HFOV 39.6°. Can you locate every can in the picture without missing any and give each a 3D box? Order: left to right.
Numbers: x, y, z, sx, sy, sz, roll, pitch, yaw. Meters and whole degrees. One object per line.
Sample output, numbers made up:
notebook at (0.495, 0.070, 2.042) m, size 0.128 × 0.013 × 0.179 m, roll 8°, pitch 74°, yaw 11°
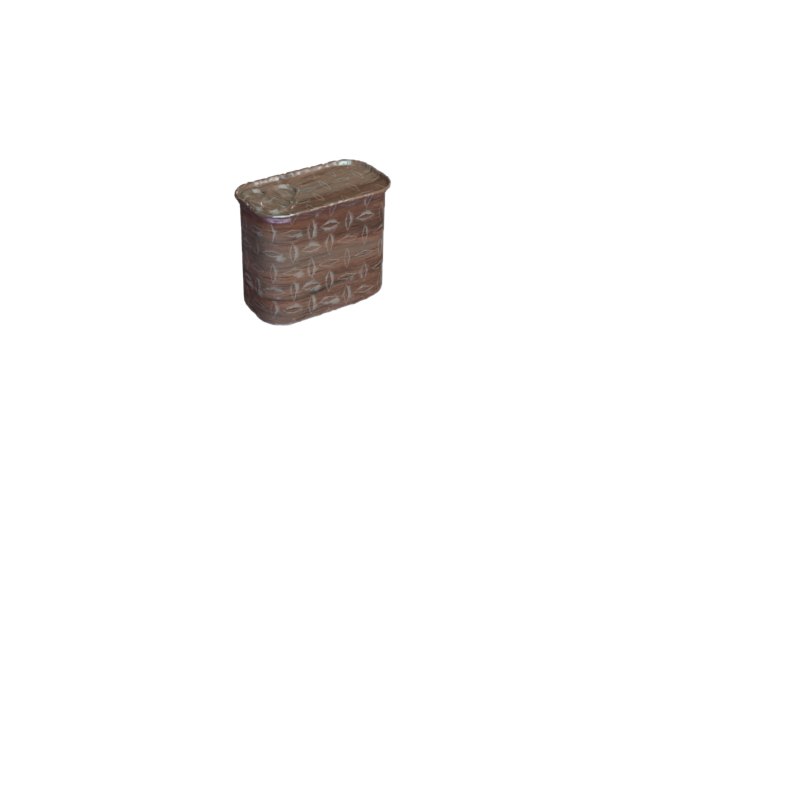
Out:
can at (-0.058, -0.106, 0.745) m, size 0.101 × 0.079 × 0.062 m, roll -19°, pitch 37°, yaw -28°
